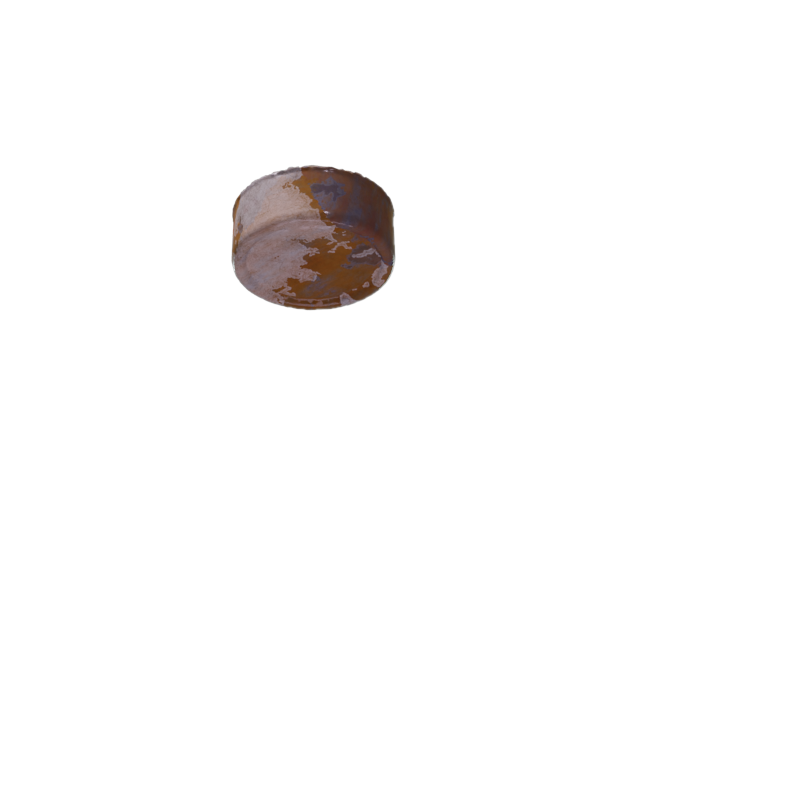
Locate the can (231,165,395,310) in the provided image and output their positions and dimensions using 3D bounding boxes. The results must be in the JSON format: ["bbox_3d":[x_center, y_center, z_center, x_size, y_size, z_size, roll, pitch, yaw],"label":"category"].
[{"bbox_3d":[-0.045,-0.082,0.577,0.086,0.036,0.081,1,-30,-2],"label":"can"}]
